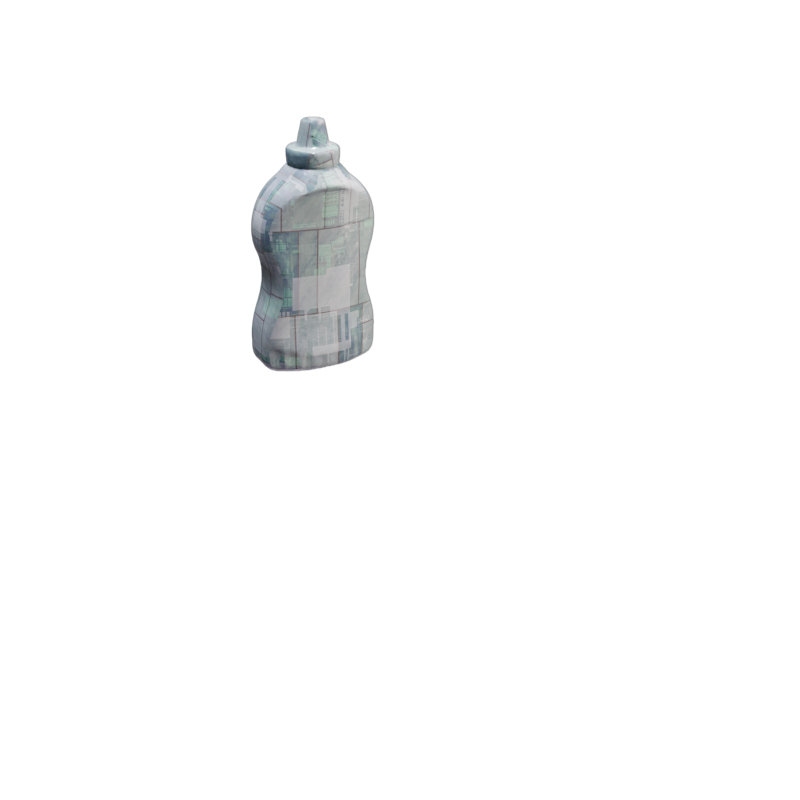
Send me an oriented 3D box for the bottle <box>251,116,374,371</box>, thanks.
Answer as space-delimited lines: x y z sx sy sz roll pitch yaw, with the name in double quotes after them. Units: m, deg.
-0.067 -0.121 0.848 0.094 0.183 0.062 -9 24 -24 "bottle"
